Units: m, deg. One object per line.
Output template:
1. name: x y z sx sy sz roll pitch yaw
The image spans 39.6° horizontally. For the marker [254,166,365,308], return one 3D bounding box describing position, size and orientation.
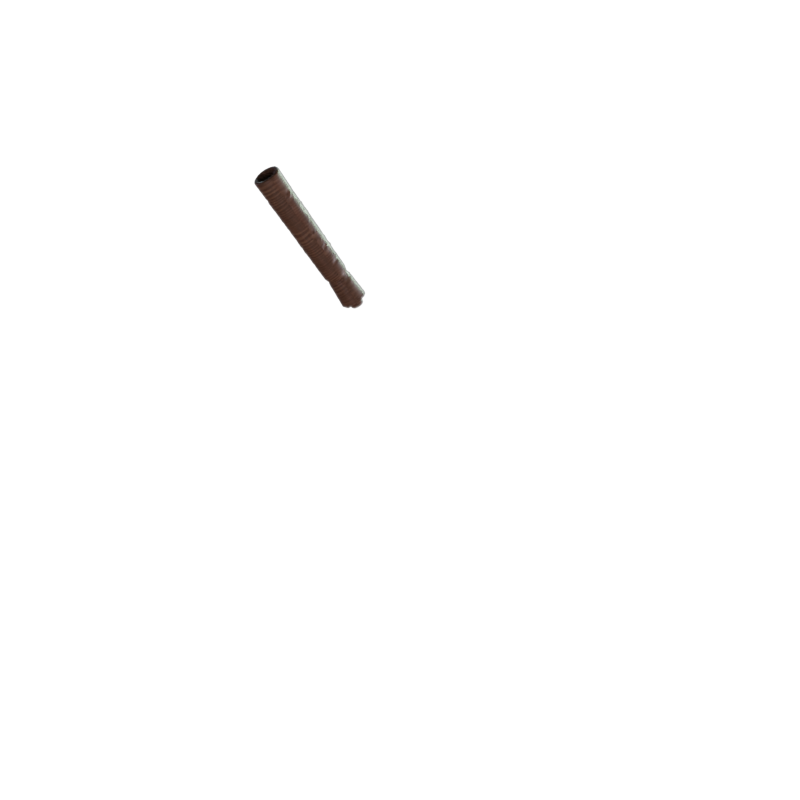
1. marker: -0.059 -0.108 0.757 0.020 0.113 0.021 -27 30 16
